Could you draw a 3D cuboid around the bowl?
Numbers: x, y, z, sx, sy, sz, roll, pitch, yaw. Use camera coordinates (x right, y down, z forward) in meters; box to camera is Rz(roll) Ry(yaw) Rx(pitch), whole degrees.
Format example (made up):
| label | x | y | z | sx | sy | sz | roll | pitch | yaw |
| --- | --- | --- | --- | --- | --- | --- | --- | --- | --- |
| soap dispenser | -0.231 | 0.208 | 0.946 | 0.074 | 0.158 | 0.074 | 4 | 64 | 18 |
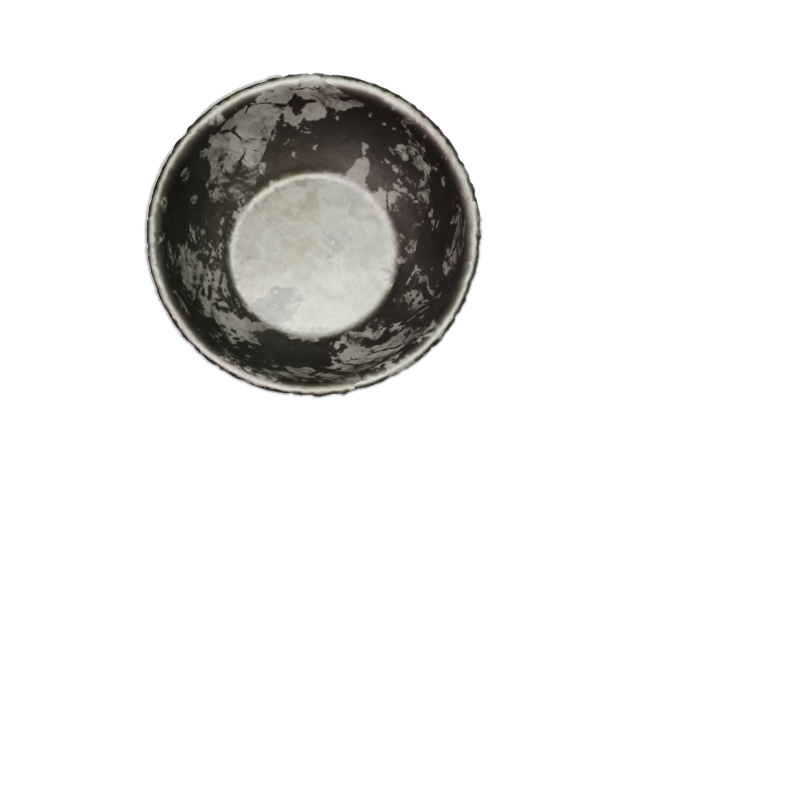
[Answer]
| label | x | y | z | sx | sy | sz | roll | pitch | yaw |
| --- | --- | --- | --- | --- | --- | --- | --- | --- | --- |
| bowl | -0.044 | -0.080 | 0.557 | 0.162 | 0.168 | 0.053 | 0 | -14 | -1 |
